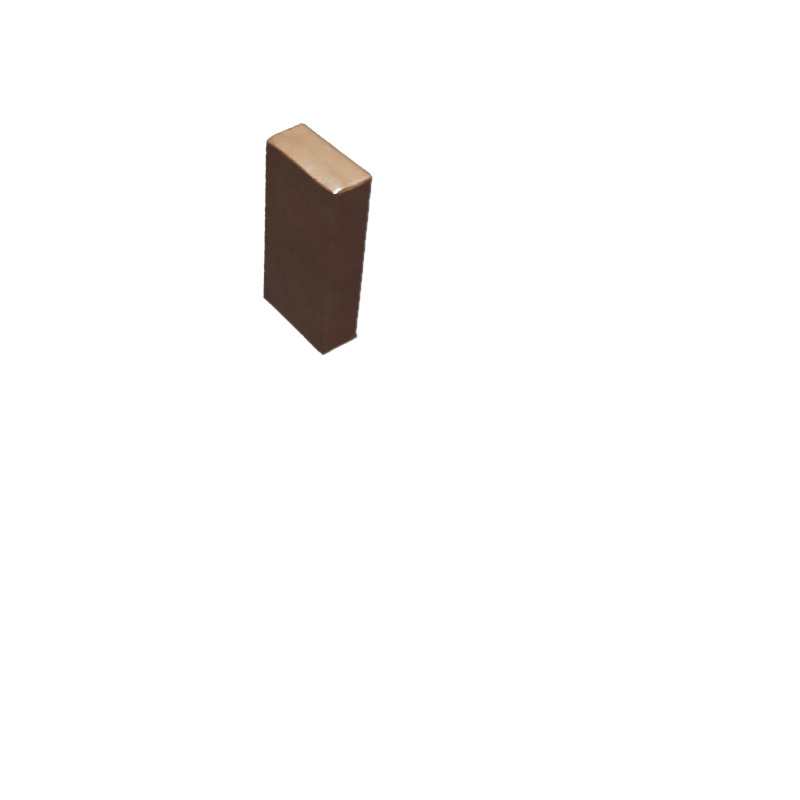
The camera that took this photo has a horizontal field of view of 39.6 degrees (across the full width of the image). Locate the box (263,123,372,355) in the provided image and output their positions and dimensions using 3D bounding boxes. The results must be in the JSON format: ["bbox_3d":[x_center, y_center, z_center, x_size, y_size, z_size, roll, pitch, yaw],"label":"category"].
[{"bbox_3d":[-0.073,-0.132,0.922,0.048,0.164,0.100,-28,52,-28],"label":"box"}]
